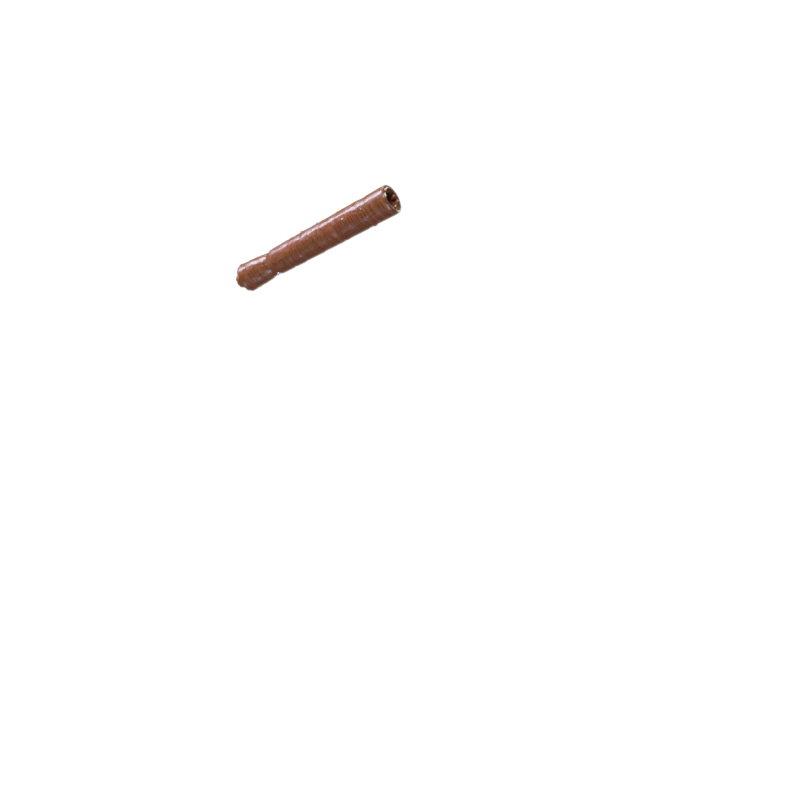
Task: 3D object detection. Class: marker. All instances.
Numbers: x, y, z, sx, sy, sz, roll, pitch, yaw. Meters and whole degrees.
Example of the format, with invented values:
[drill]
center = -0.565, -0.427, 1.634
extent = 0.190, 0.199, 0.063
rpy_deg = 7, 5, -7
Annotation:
[marker]
center = -0.053, -0.097, 0.680
extent = 0.121, 0.020, 0.019
rpy_deg = -24, -8, 29
